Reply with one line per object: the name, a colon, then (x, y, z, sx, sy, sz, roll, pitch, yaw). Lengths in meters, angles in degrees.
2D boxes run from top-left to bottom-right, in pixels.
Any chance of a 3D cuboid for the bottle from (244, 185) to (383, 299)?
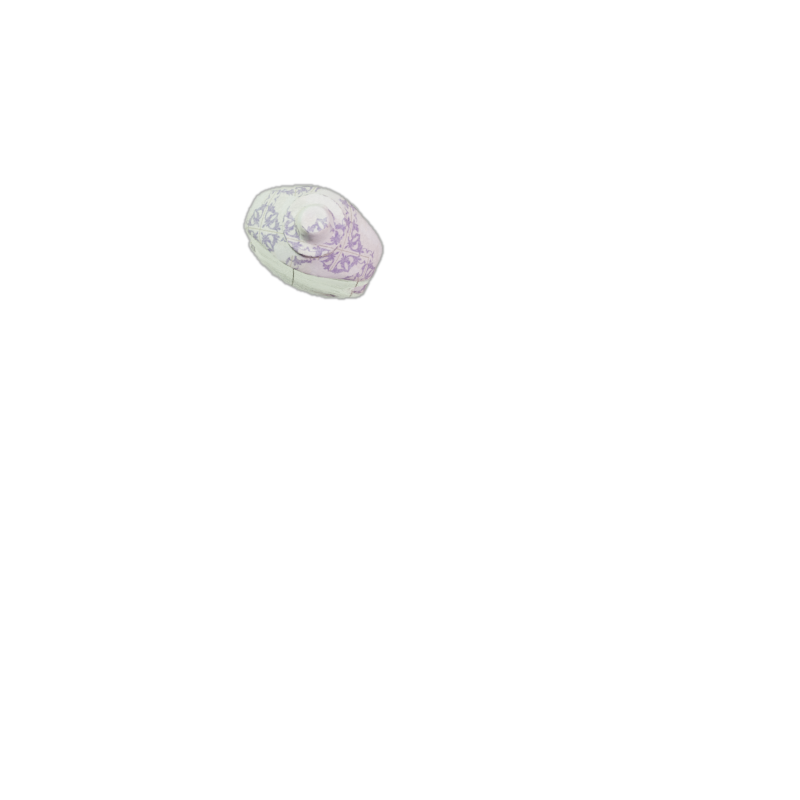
bottle: (-0.060, -0.111, 0.774, 0.096, 0.059, 0.190, 26, -2, -3)
